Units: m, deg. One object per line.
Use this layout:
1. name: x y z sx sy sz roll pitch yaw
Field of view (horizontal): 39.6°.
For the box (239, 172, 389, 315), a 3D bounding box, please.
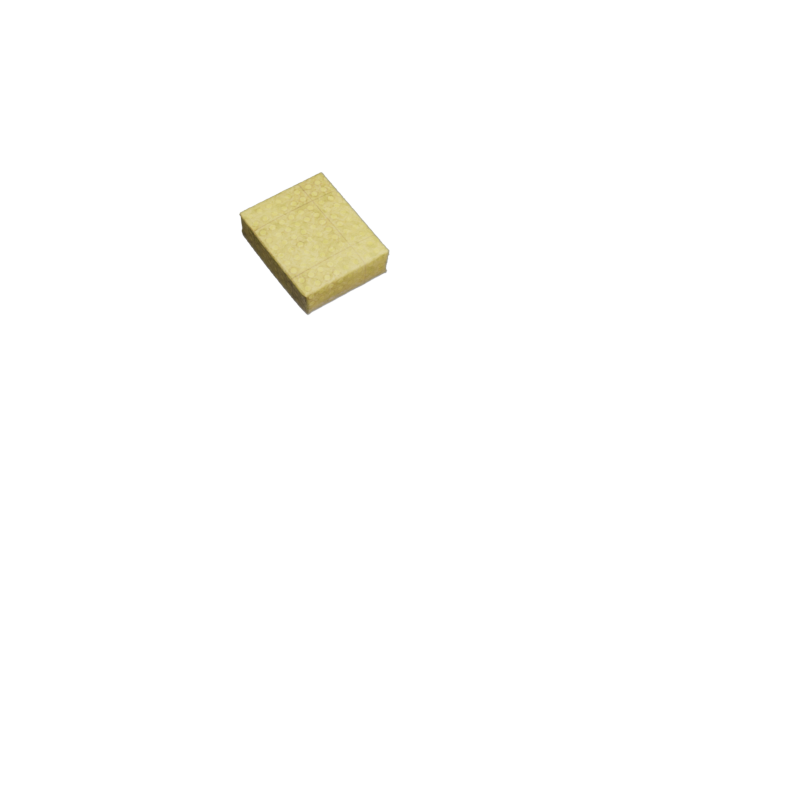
1. box: -0.078 -0.142 0.995 0.090 0.121 0.036 -30 -27 -18
